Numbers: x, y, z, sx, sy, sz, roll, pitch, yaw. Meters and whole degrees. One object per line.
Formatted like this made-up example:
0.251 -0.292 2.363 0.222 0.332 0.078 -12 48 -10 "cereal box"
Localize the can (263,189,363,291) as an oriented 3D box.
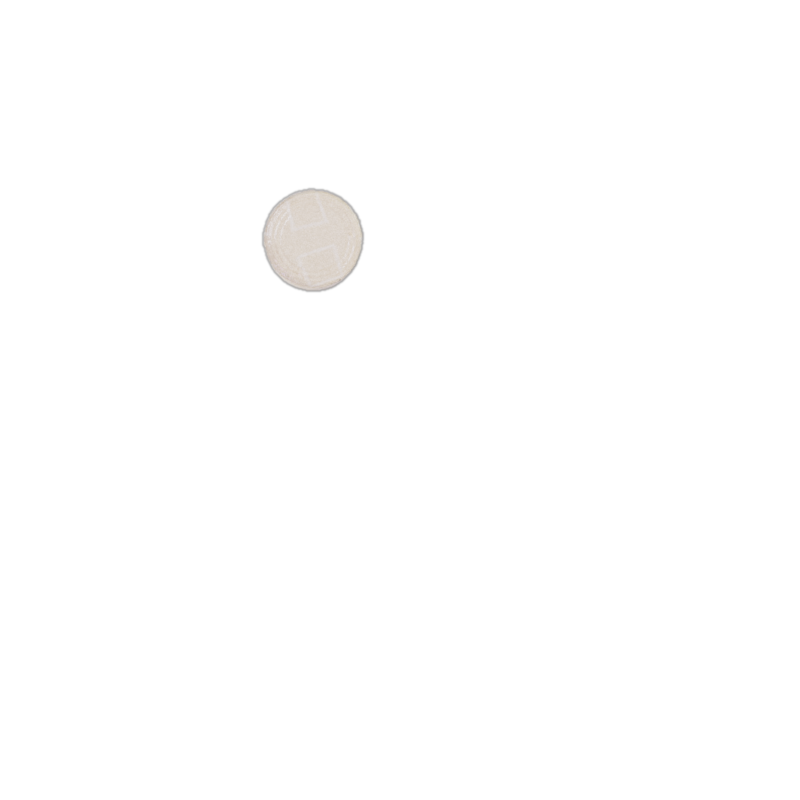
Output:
-0.076 -0.138 0.967 0.086 0.088 0.033 0 -9 -1 "can"
